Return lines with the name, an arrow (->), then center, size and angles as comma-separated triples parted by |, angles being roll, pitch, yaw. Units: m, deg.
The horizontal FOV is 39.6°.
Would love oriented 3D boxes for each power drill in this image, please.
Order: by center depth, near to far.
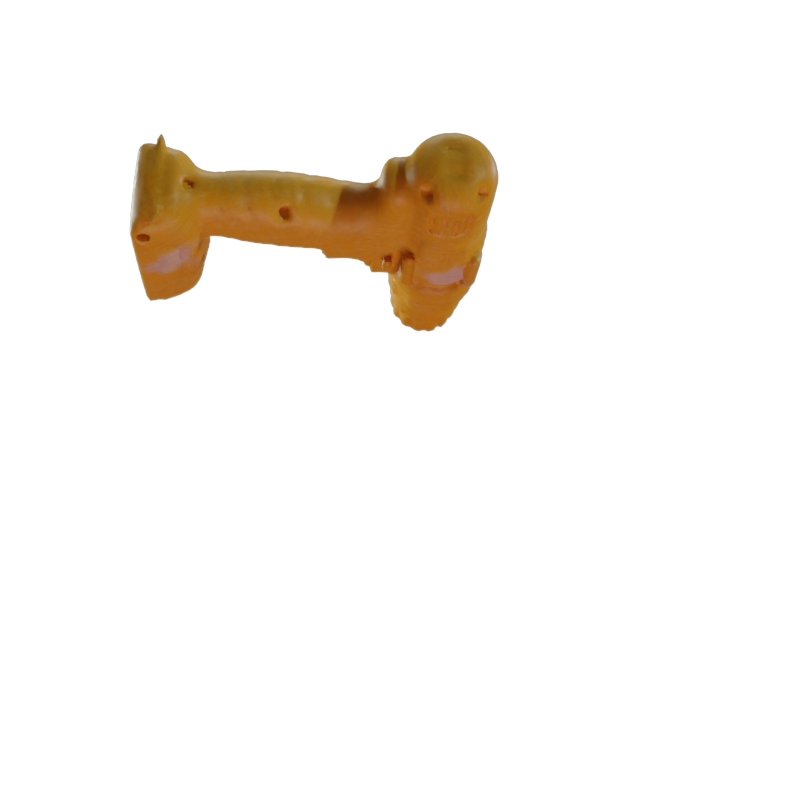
power drill -> -0.048, -0.087, 0.609 | 0.187, 0.061, 0.175 | 1, -22, -2
